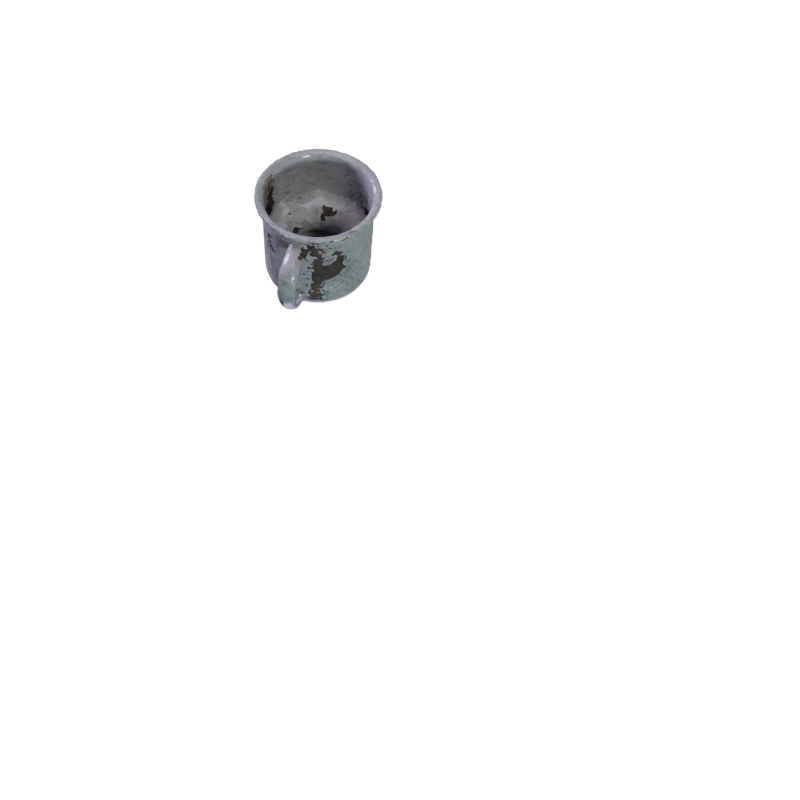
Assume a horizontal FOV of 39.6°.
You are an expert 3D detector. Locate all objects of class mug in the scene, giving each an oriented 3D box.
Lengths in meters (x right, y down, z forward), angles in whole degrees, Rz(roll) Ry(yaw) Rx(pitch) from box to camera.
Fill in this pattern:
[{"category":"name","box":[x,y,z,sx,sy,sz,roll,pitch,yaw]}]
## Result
[{"category":"mug","box":[-0.064,-0.117,0.823,0.095,0.123,0.076,13,-36,8]}]
